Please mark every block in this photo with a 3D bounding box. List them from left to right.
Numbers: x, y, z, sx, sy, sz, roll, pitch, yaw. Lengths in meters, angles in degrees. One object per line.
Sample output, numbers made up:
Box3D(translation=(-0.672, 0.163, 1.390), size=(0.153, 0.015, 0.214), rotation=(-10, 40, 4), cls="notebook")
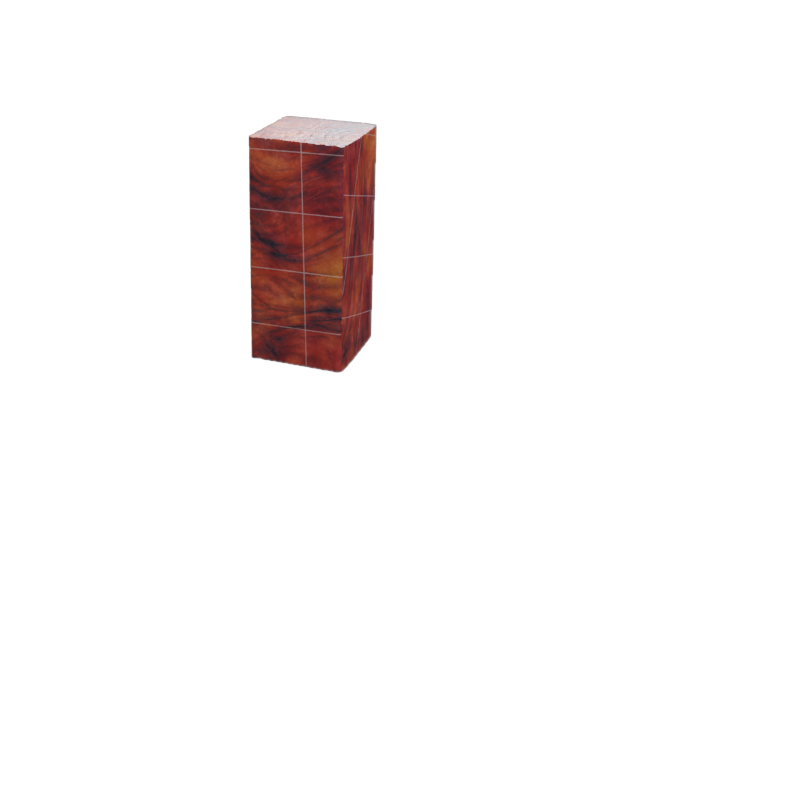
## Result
Box3D(translation=(-0.077, -0.142, 0.995), size=(0.093, 0.197, 0.092), rotation=(8, 22, 18), cls="block")
